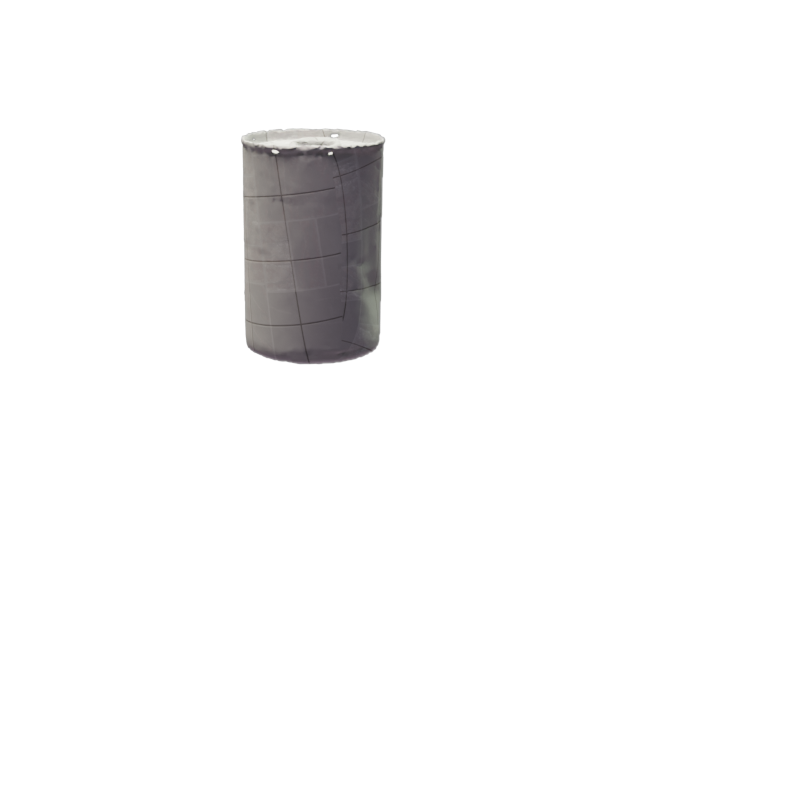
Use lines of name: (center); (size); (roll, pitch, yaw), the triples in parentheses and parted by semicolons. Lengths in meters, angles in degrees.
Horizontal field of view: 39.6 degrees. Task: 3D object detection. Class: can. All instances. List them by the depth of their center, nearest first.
can: (-0.042, -0.076, 0.532); (0.068, 0.099, 0.071); (0, 16, -2)
